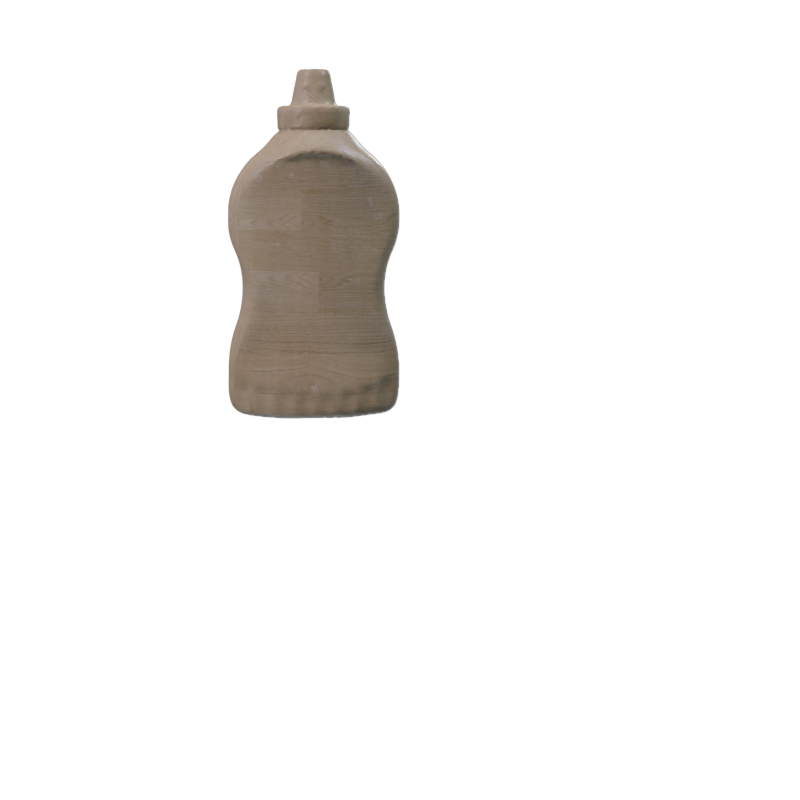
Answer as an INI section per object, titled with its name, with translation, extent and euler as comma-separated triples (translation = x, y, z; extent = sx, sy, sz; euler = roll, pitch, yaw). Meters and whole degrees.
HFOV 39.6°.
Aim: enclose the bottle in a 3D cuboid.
[bottle]
translation = -0.049, -0.089, 0.624
extent = 0.096, 0.189, 0.059
euler = 0, 6, -3
